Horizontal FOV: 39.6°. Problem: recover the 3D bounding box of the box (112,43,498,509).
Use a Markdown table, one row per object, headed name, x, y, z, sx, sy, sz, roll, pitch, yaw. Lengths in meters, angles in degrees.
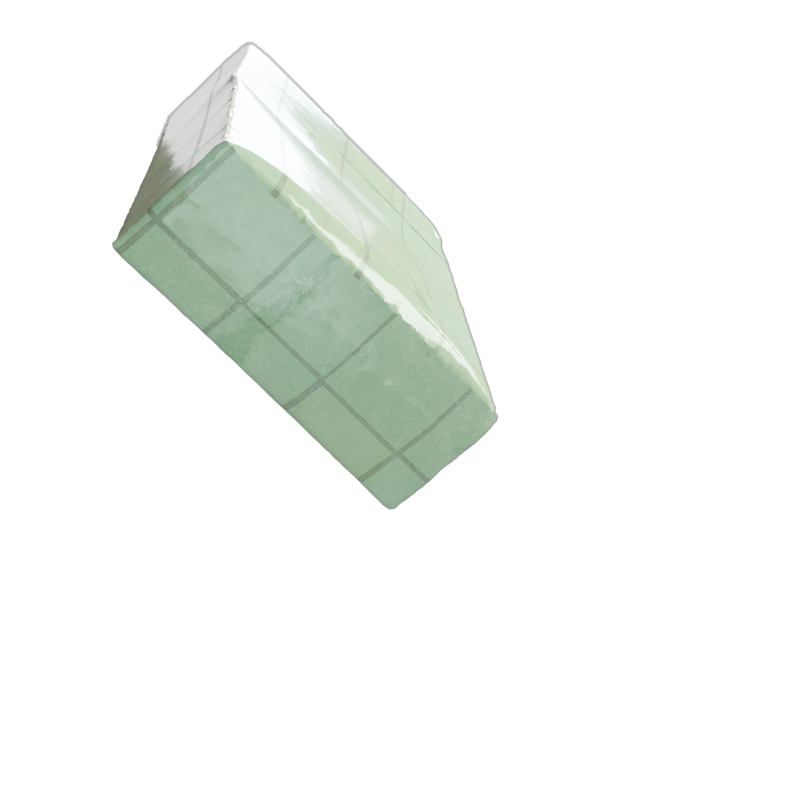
| name | x | y | z | sx | sy | sz | roll | pitch | yaw |
| --- | --- | --- | --- | --- | --- | --- | --- | --- | --- |
| box | -0.041 | -0.076 | 0.529 | 0.071 | 0.157 | 0.225 | -41 | 21 | 15 |
